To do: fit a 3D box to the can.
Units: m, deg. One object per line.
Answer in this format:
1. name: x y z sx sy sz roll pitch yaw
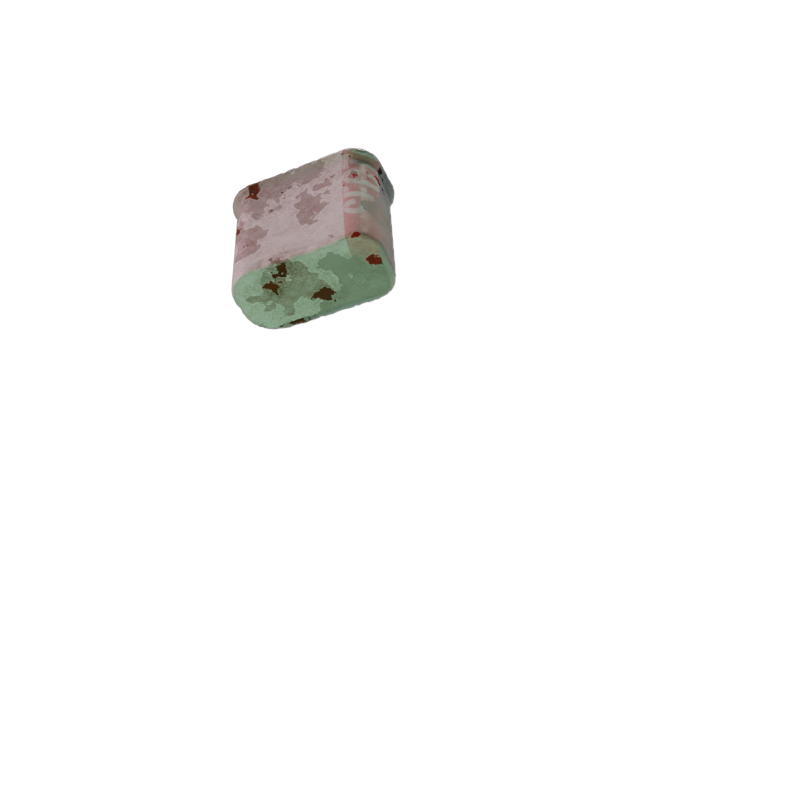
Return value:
1. can: -0.053 -0.097 0.680 0.103 0.090 0.053 -18 -47 15
